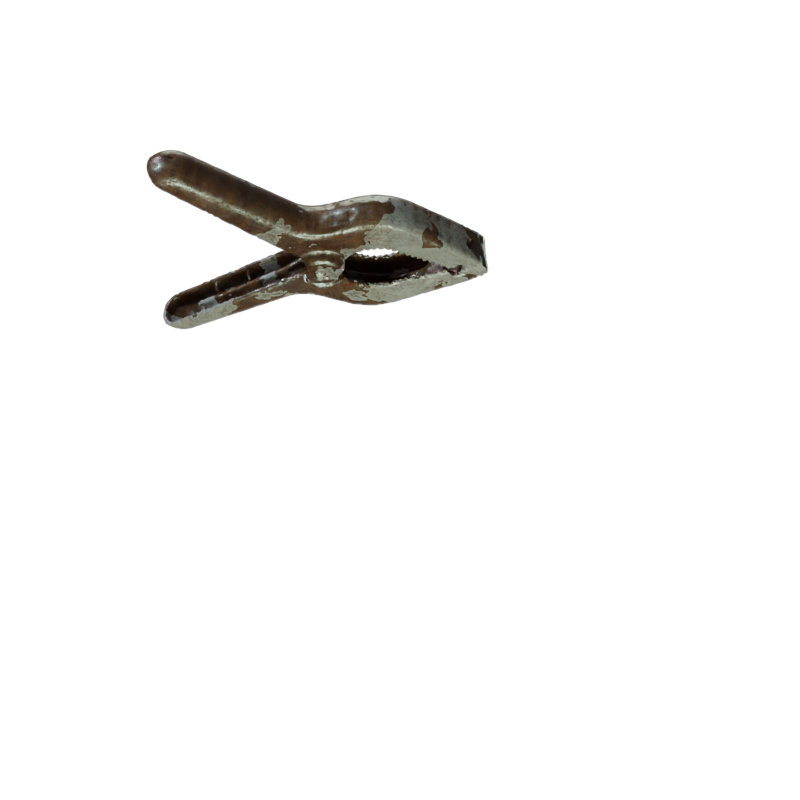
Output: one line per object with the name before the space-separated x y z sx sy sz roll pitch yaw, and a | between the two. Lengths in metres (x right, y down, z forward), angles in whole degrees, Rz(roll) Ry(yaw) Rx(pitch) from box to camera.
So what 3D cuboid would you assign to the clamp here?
clamp | -0.052 -0.096 0.670 0.211 0.039 0.154 -1 -29 2
